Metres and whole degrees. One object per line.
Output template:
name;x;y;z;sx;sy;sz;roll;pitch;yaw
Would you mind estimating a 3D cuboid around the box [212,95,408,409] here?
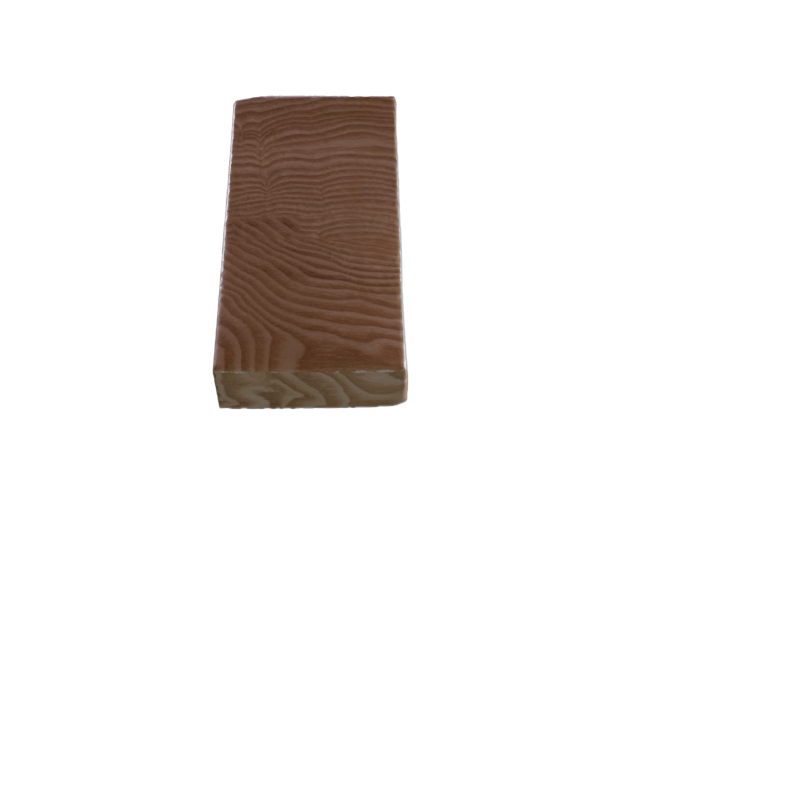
box;-0.045;-0.082;0.577;0.093;0.188;0.045;-2;-31;-1
